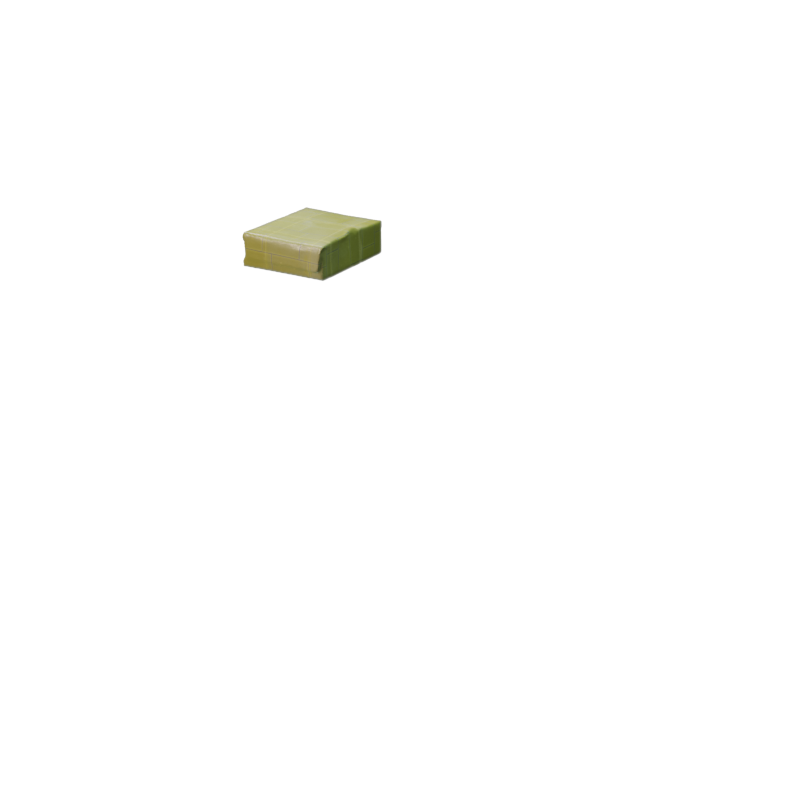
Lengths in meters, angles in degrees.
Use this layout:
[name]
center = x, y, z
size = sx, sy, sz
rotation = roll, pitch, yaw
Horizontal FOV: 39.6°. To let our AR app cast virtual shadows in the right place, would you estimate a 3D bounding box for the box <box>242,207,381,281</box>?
[box]
center = -0.067, -0.122, 0.857
size = 0.077, 0.029, 0.089
rotation = 14, 27, 29
